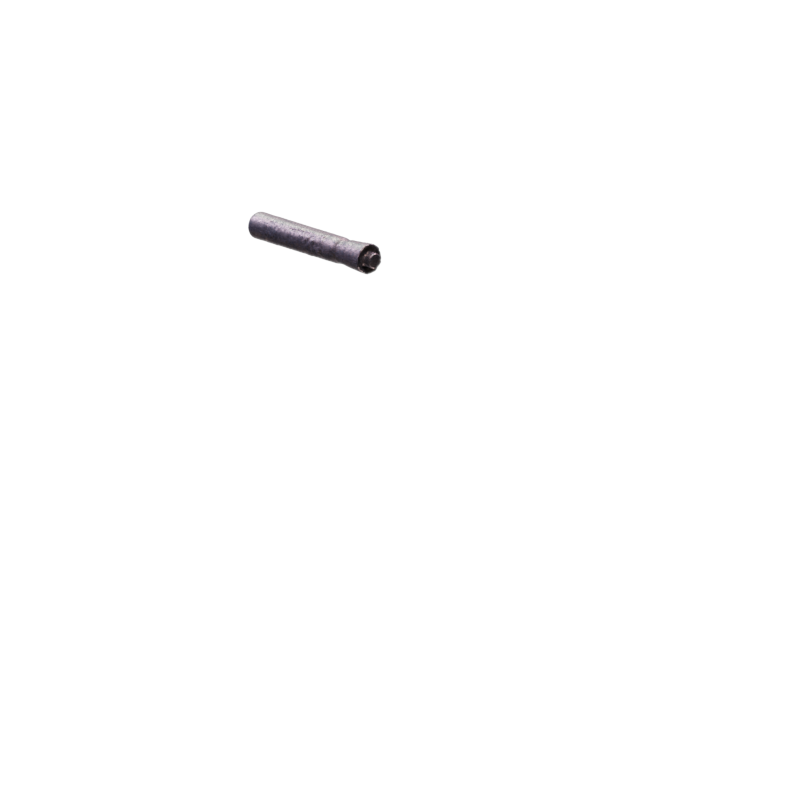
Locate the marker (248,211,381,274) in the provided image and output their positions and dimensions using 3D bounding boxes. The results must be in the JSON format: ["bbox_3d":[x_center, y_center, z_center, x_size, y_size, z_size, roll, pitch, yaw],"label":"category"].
[{"bbox_3d":[-0.055,-0.101,0.709,0.019,0.019,0.128,-3,18,-41],"label":"marker"}]
